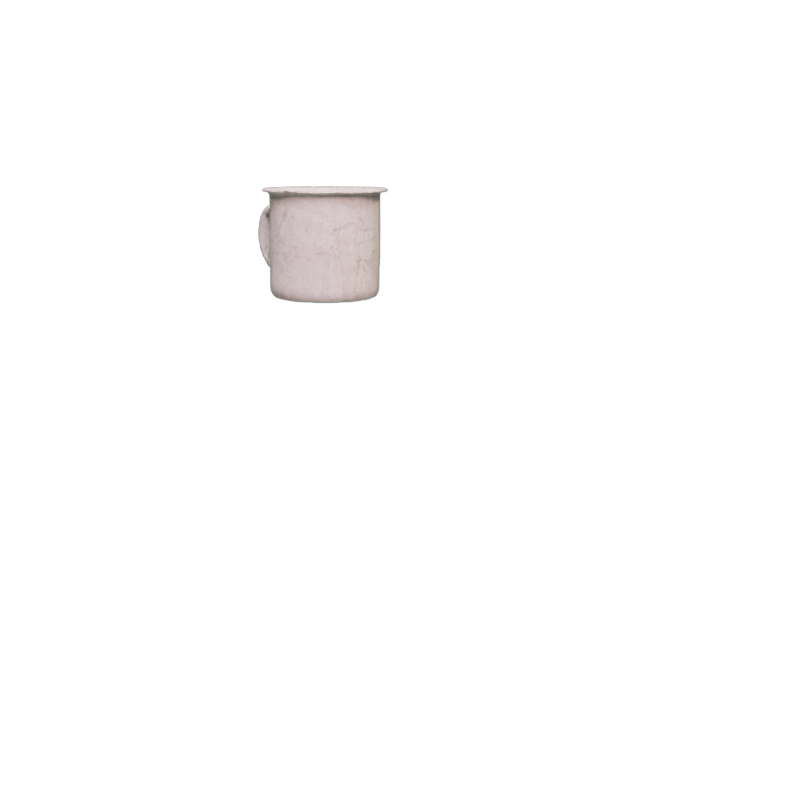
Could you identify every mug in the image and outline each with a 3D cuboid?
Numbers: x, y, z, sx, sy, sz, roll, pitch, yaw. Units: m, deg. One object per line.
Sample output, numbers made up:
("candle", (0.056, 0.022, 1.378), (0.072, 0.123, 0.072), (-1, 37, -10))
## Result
("mug", (-0.065, -0.119, 0.831), (0.123, 0.080, 0.090), (9, 13, 41))
